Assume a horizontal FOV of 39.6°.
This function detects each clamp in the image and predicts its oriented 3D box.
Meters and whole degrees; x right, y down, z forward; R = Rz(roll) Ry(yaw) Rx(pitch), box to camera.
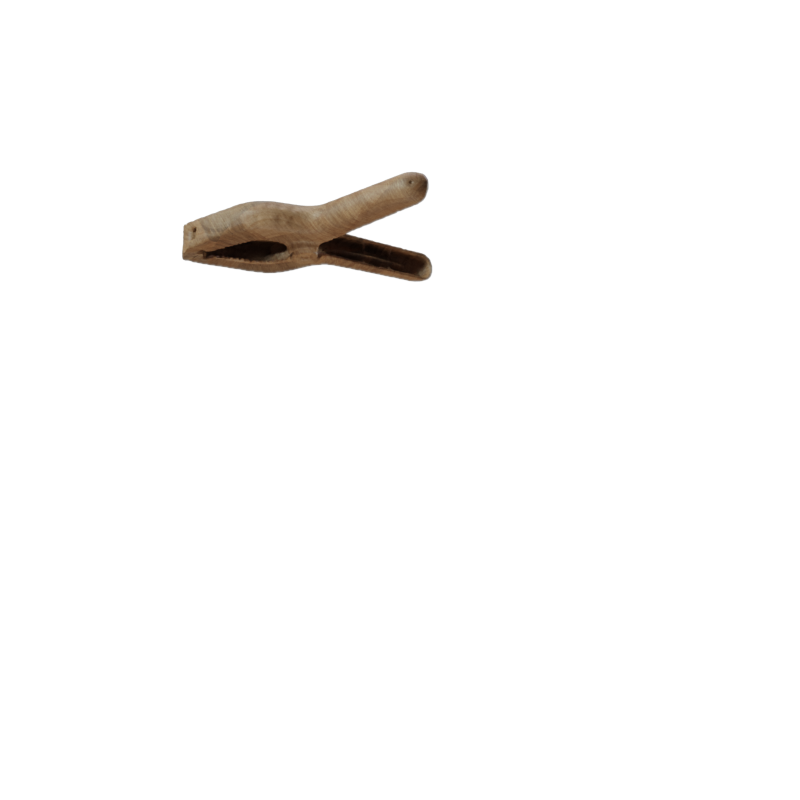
[{"bbox_3d":[-0.071,-0.129,0.905,0.212,0.038,0.154,-4,-20,11],"label":"clamp"}]
